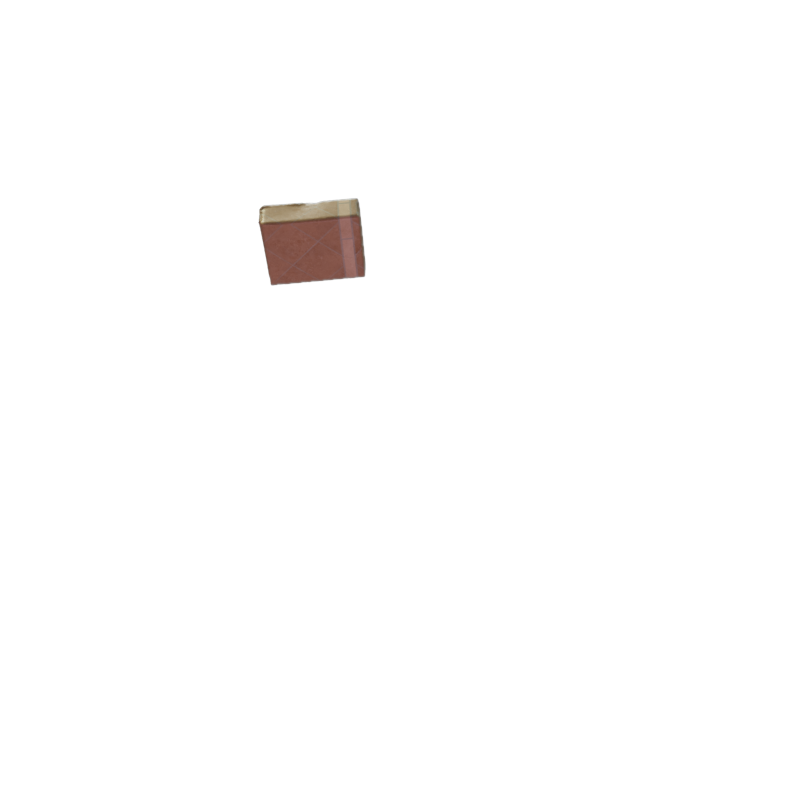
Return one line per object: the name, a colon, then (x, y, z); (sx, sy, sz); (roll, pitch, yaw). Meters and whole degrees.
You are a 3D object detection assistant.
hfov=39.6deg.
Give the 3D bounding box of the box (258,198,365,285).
box: (-0.078, -0.142, 0.992); (0.090, 0.068, 0.032); (-4, 44, 3)
